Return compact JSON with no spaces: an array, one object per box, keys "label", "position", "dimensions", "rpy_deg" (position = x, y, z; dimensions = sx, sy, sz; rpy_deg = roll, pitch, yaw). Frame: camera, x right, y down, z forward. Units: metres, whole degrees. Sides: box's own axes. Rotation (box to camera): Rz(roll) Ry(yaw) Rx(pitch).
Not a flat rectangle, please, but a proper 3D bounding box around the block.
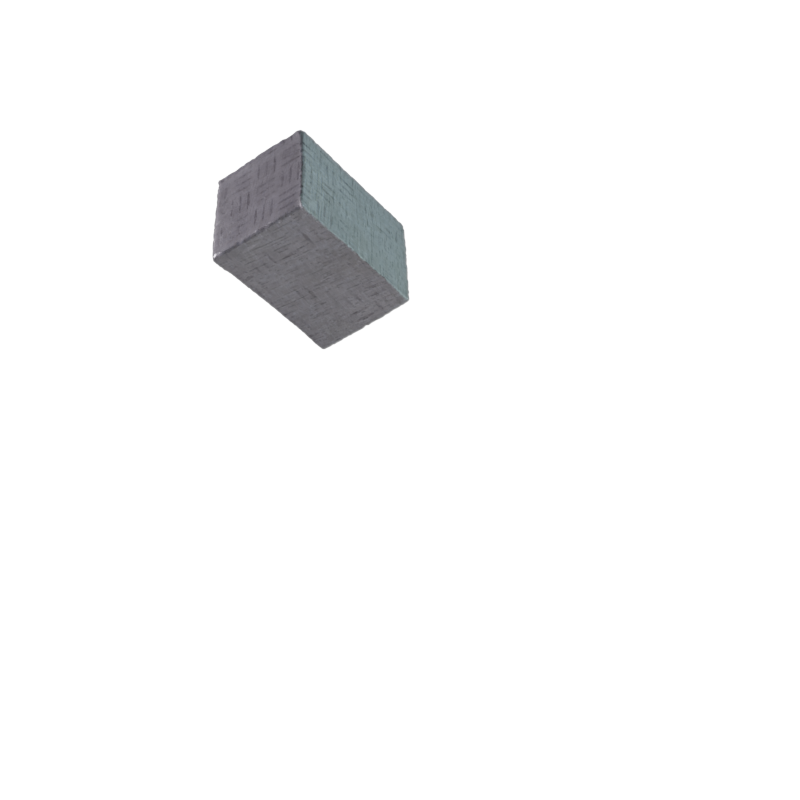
[{"label":"block","position":[-0.039,-0.072,0.501],"dimensions":[0.053,0.055,0.073],"rpy_deg":[-28,-49,26]}]
